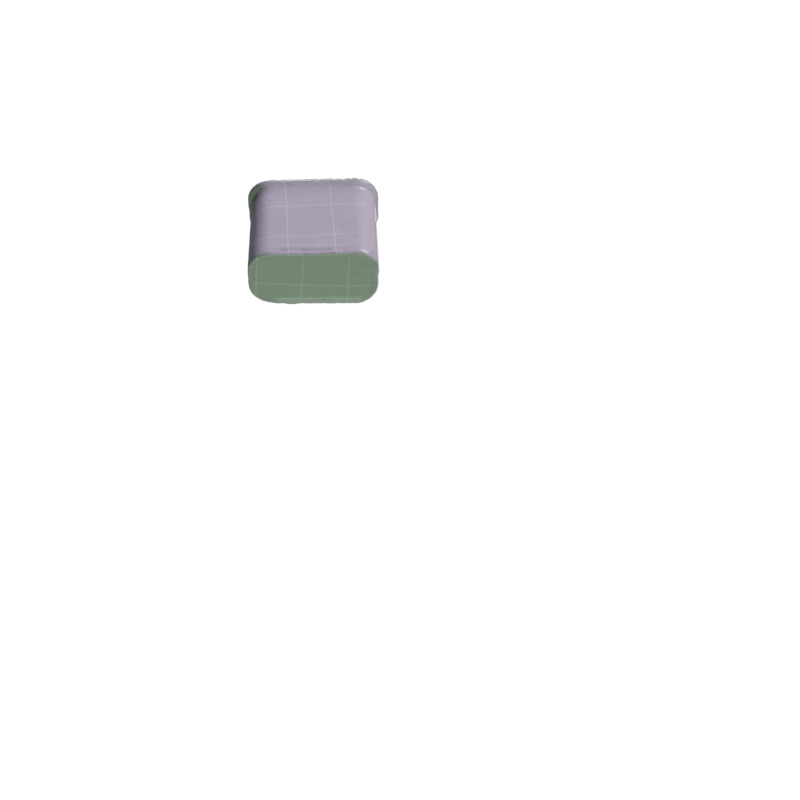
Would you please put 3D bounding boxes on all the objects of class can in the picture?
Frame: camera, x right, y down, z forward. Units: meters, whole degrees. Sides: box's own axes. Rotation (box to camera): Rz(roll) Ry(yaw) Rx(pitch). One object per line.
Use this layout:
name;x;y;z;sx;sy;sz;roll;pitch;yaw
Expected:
can;-0.066;-0.120;0.841;0.102;0.090;0.053;-2;-44;0
